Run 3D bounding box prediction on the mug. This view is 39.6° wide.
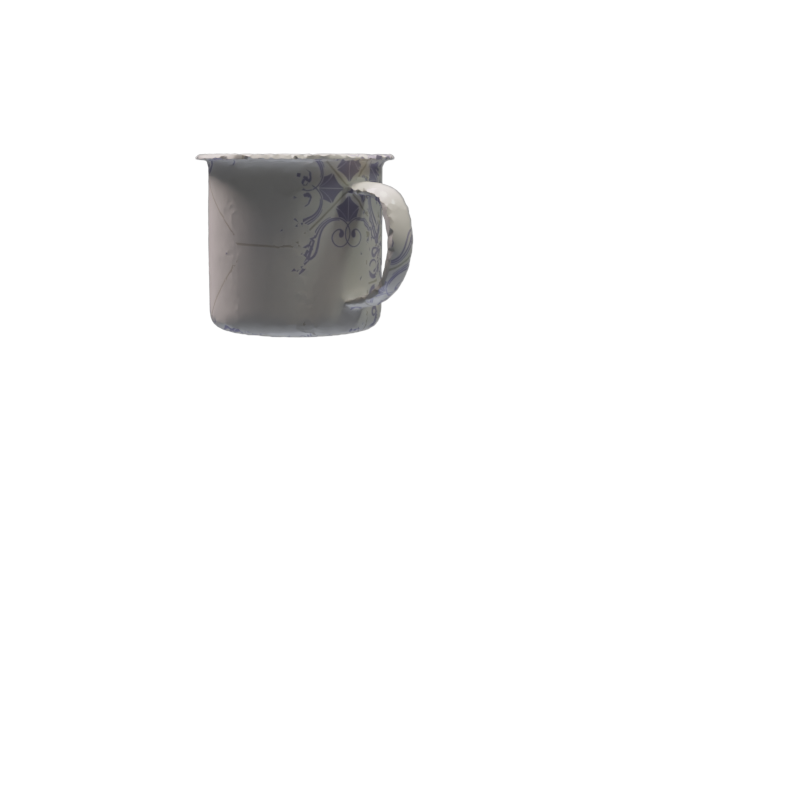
[{"bbox_3d":[-0.040,-0.074,0.515,0.123,0.080,0.090,9,12,42],"label":"mug"}]
